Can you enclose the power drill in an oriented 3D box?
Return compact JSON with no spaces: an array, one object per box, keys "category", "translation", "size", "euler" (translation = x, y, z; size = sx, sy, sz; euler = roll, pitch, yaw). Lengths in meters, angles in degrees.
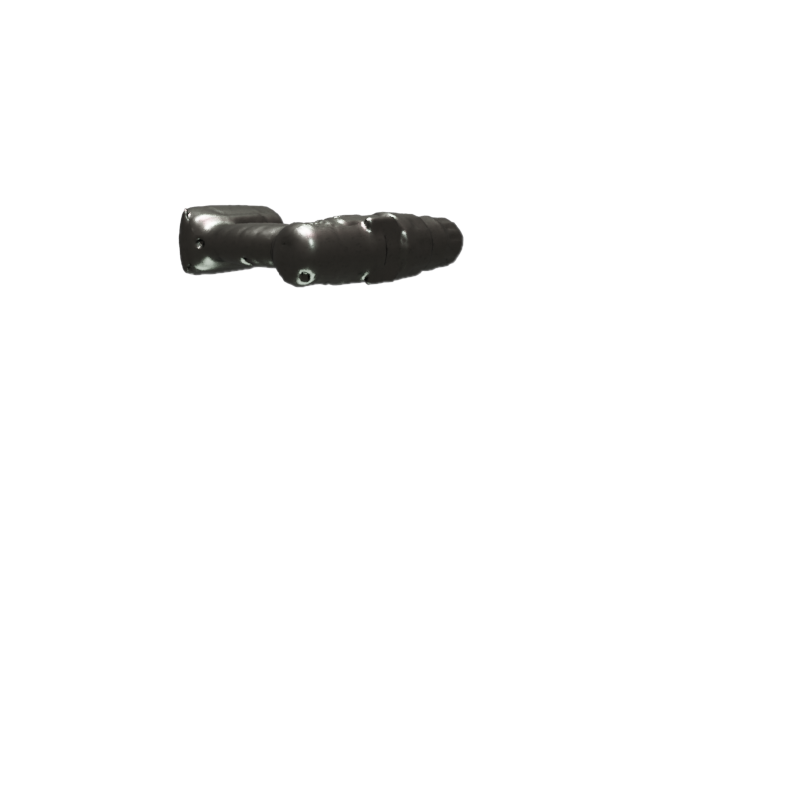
[{"category":"power drill","translation":[-0.068,-0.124,0.871],"size":[0.196,0.057,0.179],"euler":[9,13,43]}]
